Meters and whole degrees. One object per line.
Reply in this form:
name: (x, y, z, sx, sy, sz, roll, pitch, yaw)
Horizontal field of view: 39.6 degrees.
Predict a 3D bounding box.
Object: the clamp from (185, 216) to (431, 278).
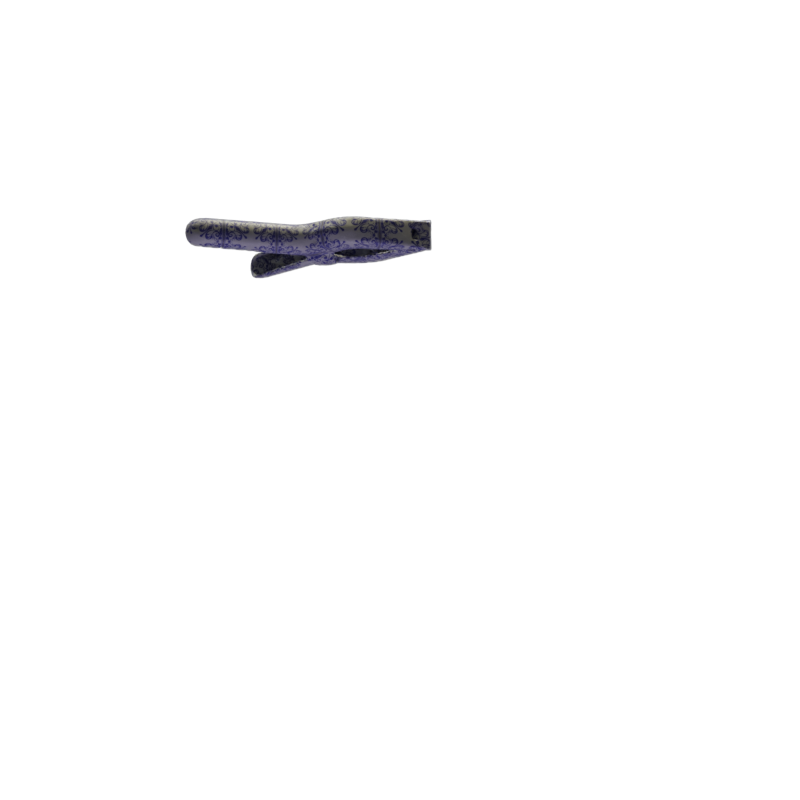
clamp: (-0.078, -0.143, 1.000, 0.215, 0.037, 0.157, -2, -5, 24)
